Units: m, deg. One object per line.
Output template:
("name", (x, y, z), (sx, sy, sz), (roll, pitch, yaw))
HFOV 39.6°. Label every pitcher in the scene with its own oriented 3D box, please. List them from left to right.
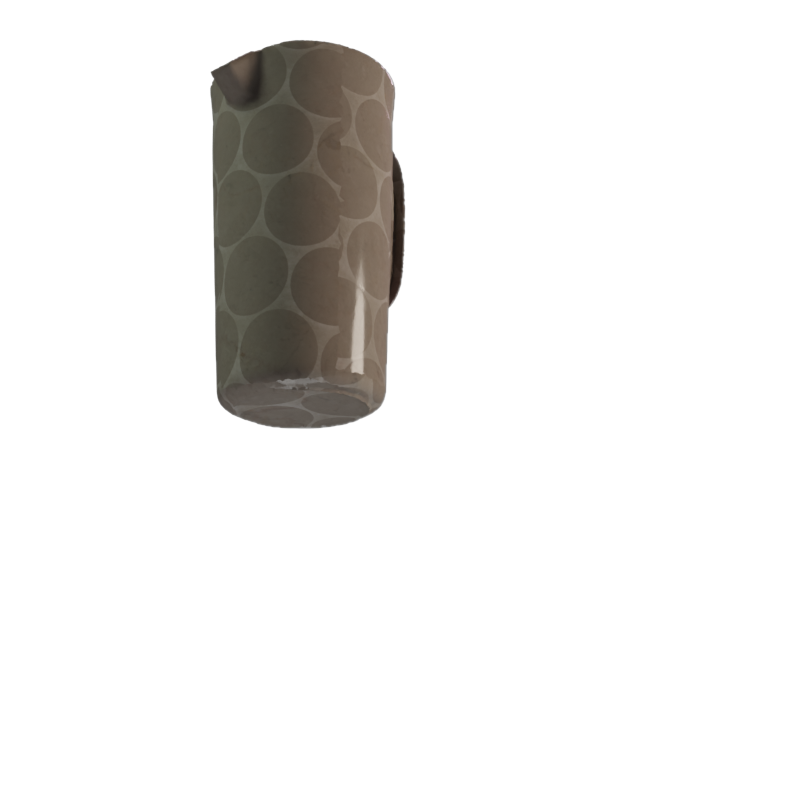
("pitcher", (-0.059, -0.108, 0.758), (0.148, 0.256, 0.139), (1, -22, -7))
